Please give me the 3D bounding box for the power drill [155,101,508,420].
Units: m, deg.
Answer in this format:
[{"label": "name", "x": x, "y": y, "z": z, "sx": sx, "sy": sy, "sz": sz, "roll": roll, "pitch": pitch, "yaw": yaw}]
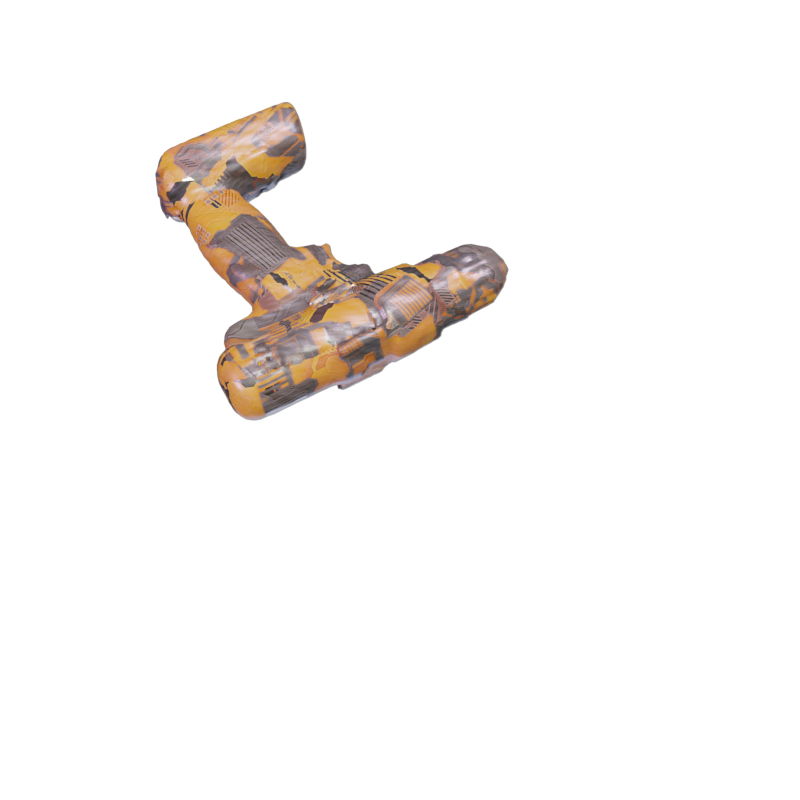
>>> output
[{"label": "power drill", "x": -0.053, "y": -0.097, "z": 0.678, "sx": 0.184, "sy": 0.201, "sz": 0.054, "roll": -25, "pitch": -31, "yaw": -16}]
